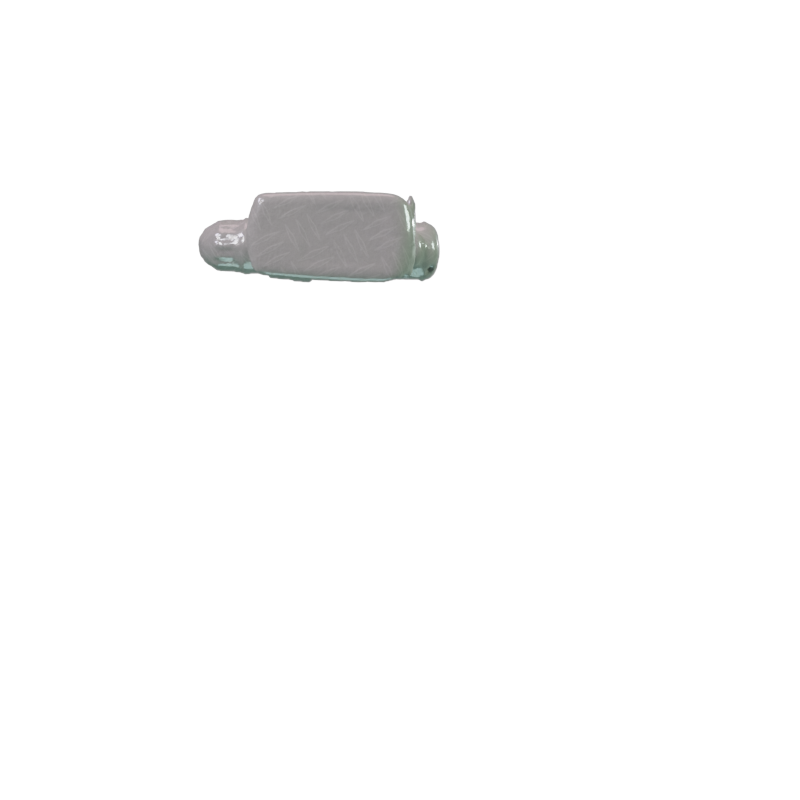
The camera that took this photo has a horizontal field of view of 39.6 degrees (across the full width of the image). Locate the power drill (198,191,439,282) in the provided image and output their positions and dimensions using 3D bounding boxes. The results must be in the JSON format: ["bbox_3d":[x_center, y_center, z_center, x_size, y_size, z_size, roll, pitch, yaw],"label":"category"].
[{"bbox_3d":[-0.061,-0.112,0.781,0.185,0.057,0.188,0,6,1],"label":"power drill"}]
